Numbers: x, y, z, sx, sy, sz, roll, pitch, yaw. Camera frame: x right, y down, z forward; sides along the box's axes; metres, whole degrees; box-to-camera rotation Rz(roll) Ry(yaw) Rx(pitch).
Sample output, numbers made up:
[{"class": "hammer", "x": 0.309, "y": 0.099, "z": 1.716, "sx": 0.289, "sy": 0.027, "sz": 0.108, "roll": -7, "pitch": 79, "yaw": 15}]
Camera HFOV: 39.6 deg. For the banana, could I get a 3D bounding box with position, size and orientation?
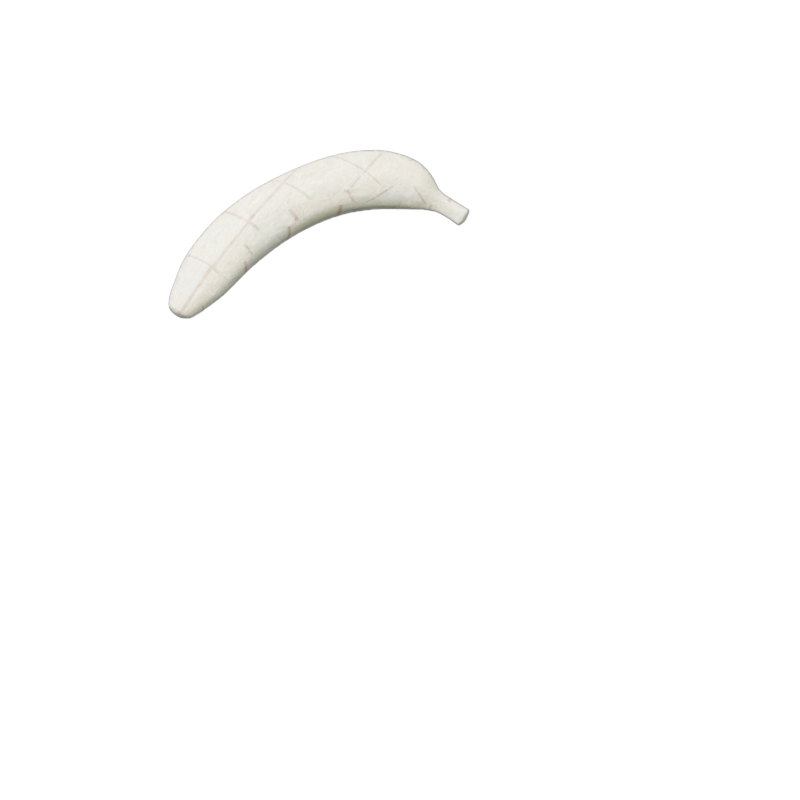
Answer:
[{"class": "banana", "x": -0.057, "y": -0.112, "z": 0.680, "sx": 0.196, "sy": 0.075, "sz": 0.034, "roll": -22, "pitch": -31, "yaw": -14}]
